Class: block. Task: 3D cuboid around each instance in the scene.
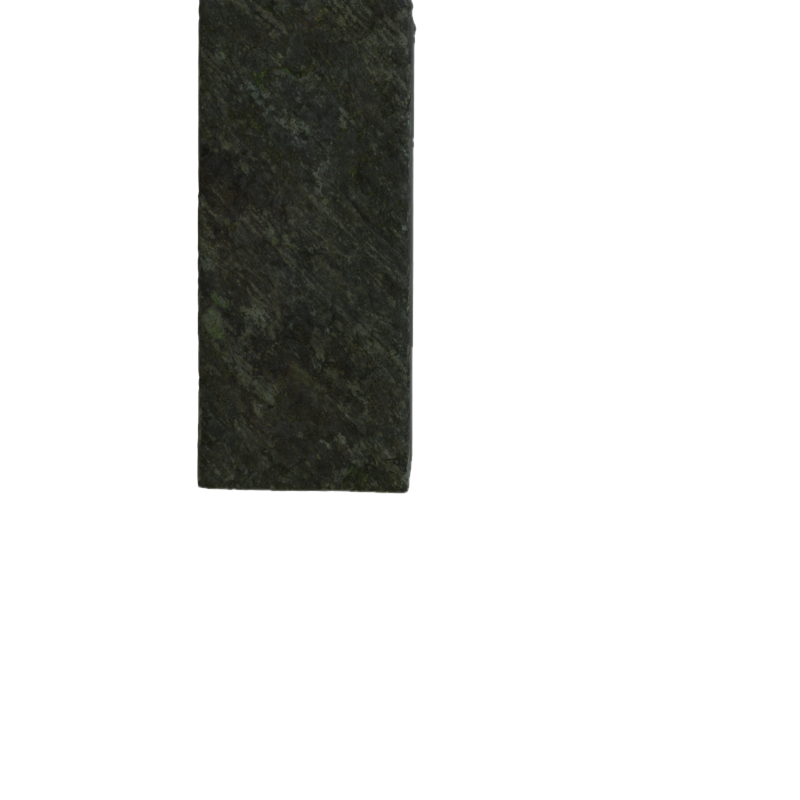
[{"bbox_3d":[-0.038,-0.071,0.499,0.091,0.206,0.090,0,1,4],"label":"block"}]
